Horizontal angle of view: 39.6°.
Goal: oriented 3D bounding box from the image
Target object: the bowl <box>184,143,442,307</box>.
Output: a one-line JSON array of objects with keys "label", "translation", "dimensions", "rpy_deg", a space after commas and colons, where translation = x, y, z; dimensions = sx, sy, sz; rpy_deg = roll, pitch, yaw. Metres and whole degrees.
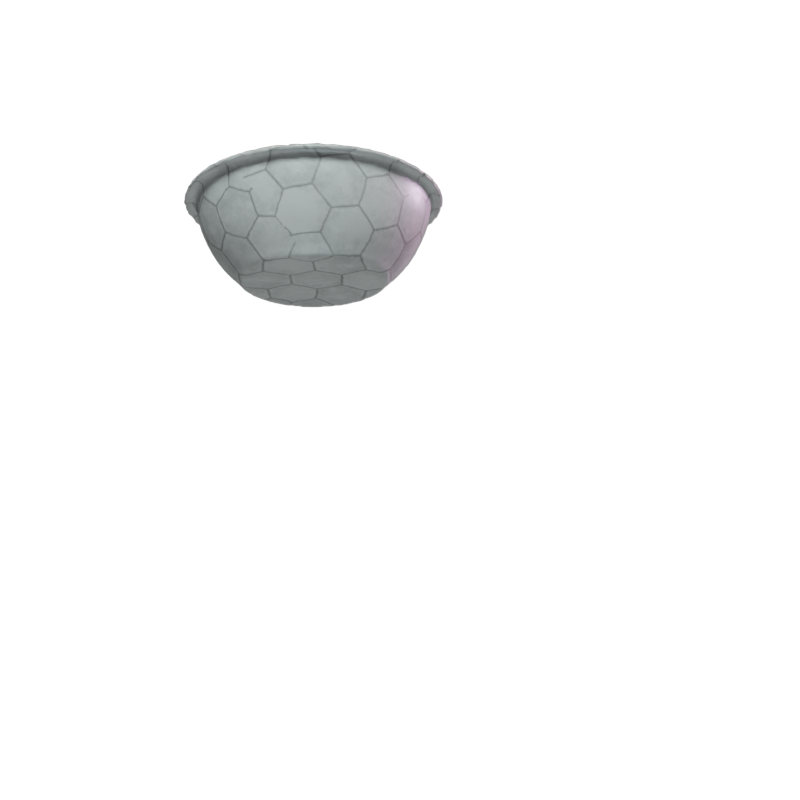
[{"label": "bowl", "translation": [-0.054, -0.098, 0.689], "dimensions": [0.162, 0.058, 0.155], "rpy_deg": [0, -17, -2]}]
